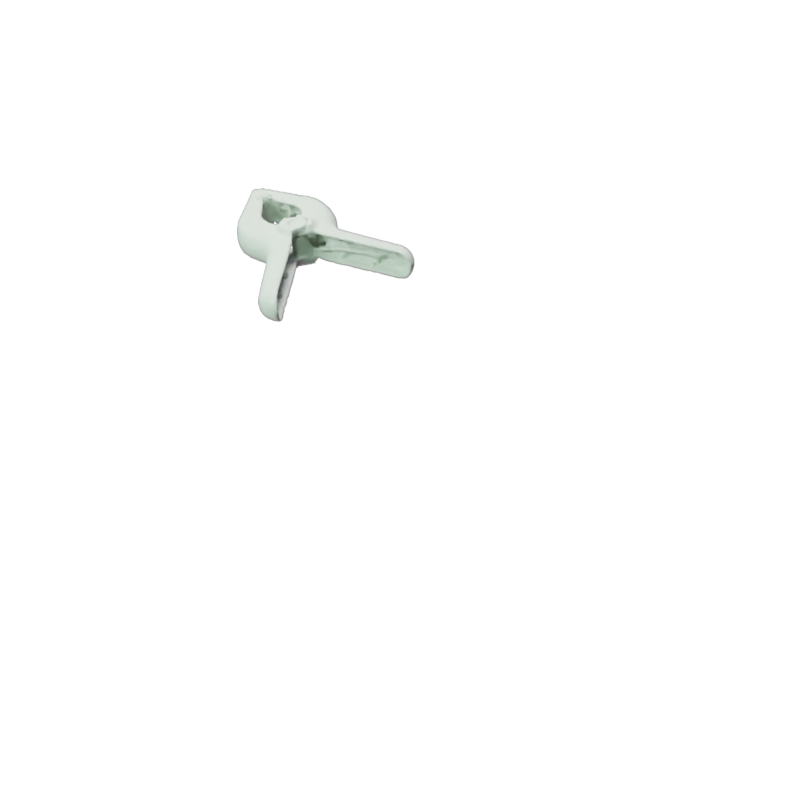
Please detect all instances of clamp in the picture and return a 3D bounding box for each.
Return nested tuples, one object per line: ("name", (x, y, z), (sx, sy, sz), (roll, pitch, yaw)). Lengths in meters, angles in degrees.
("clamp", (-0.067, -0.122, 0.854), (0.118, 0.037, 0.185), (-10, 37, -15))
